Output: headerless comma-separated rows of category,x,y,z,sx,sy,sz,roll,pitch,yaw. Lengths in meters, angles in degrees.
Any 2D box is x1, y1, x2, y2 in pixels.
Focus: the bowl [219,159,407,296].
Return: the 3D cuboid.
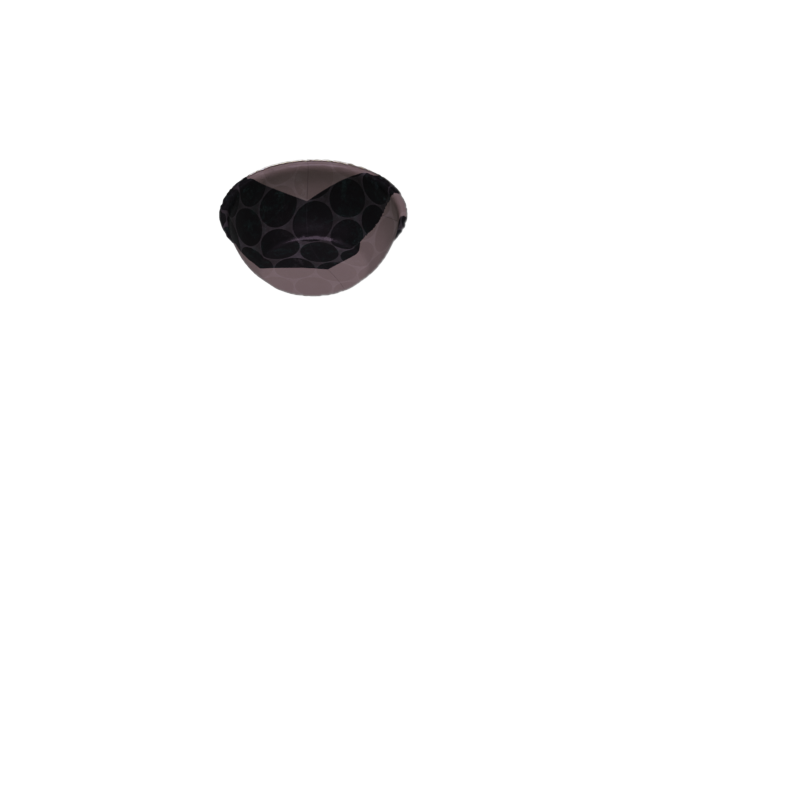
bowl,-0.074,-0.134,0.939,0.162,0.059,0.152,1,-28,-2
